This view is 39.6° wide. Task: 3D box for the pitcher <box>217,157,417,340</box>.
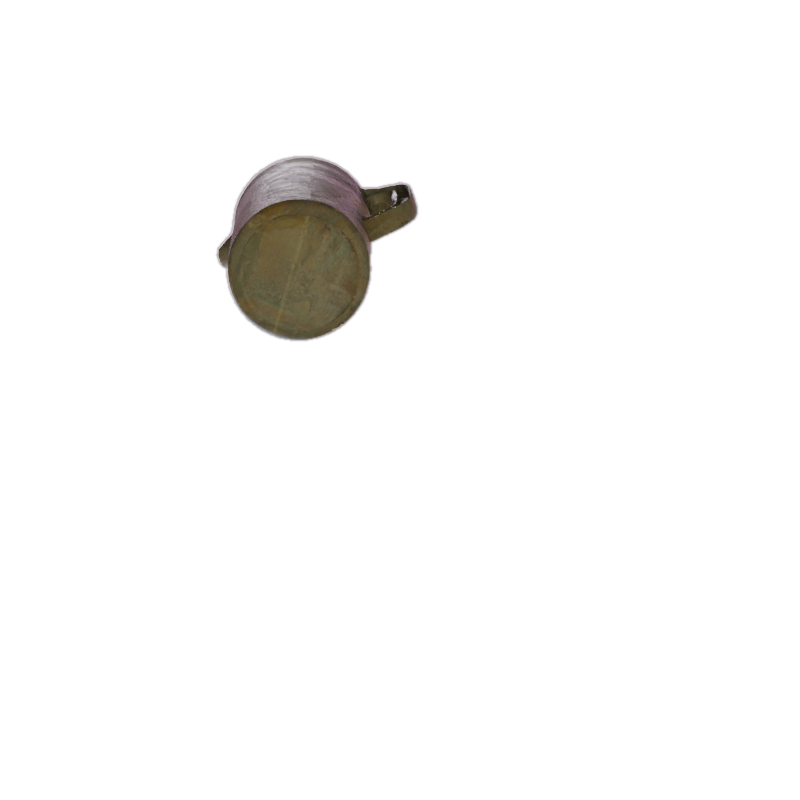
[{"bbox_3d":[-0.073,-0.134,0.937,0.143,0.147,0.251,26,12,-10],"label":"pitcher"}]
